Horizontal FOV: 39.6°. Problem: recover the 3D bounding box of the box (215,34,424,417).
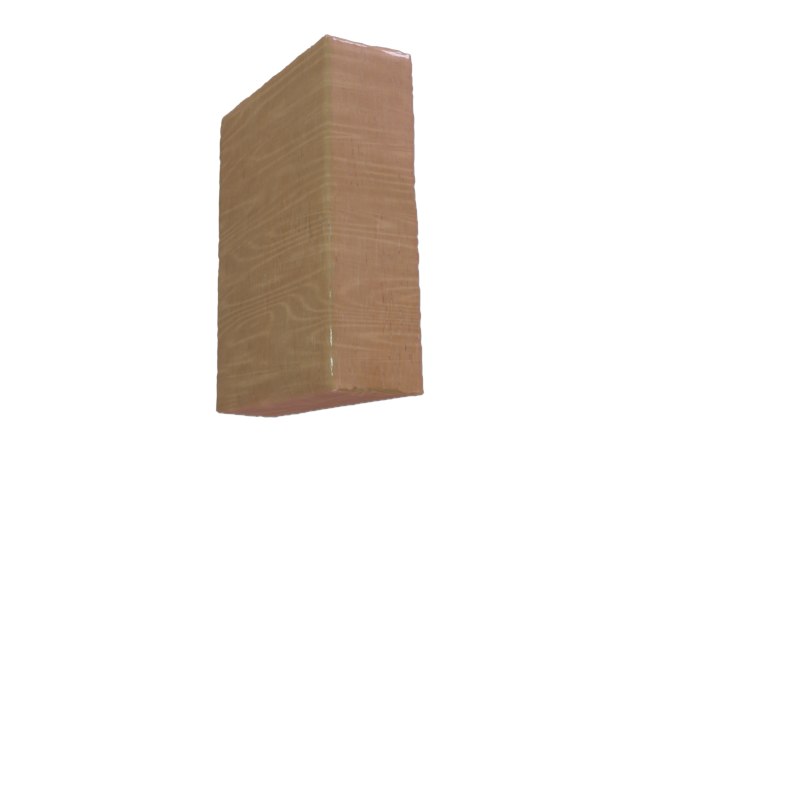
[{"bbox_3d":[-0.056,-0.102,0.715,0.069,0.221,0.166,7,-13,-31],"label":"box"}]
